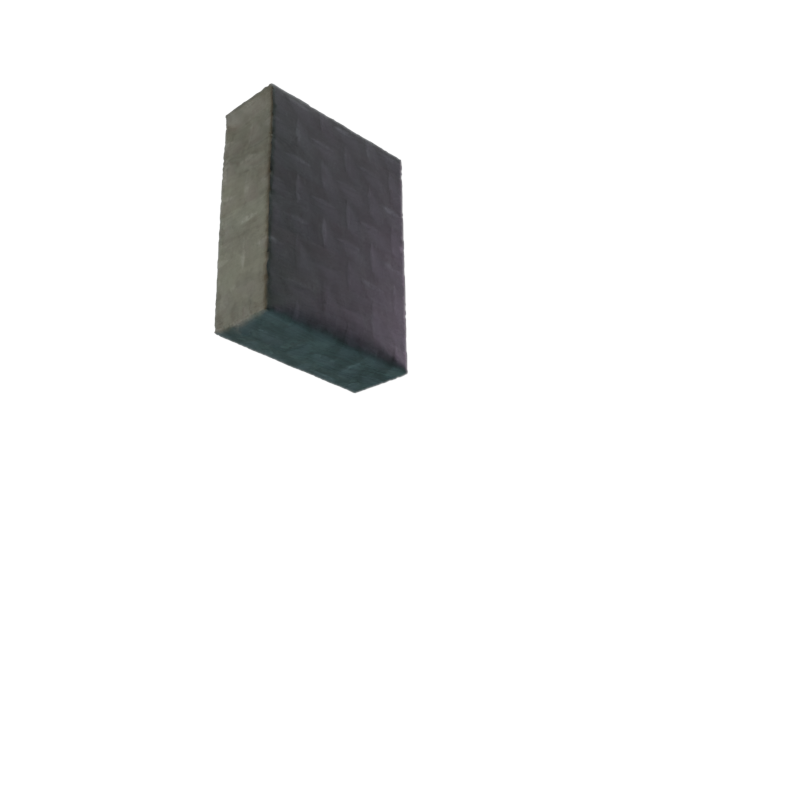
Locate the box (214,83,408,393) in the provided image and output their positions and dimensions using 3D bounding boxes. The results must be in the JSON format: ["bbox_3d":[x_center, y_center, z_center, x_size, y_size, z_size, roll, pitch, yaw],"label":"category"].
[{"bbox_3d":[-0.073,-0.133,0.930,0.072,0.227,0.154,-26,-36,37],"label":"box"}]
